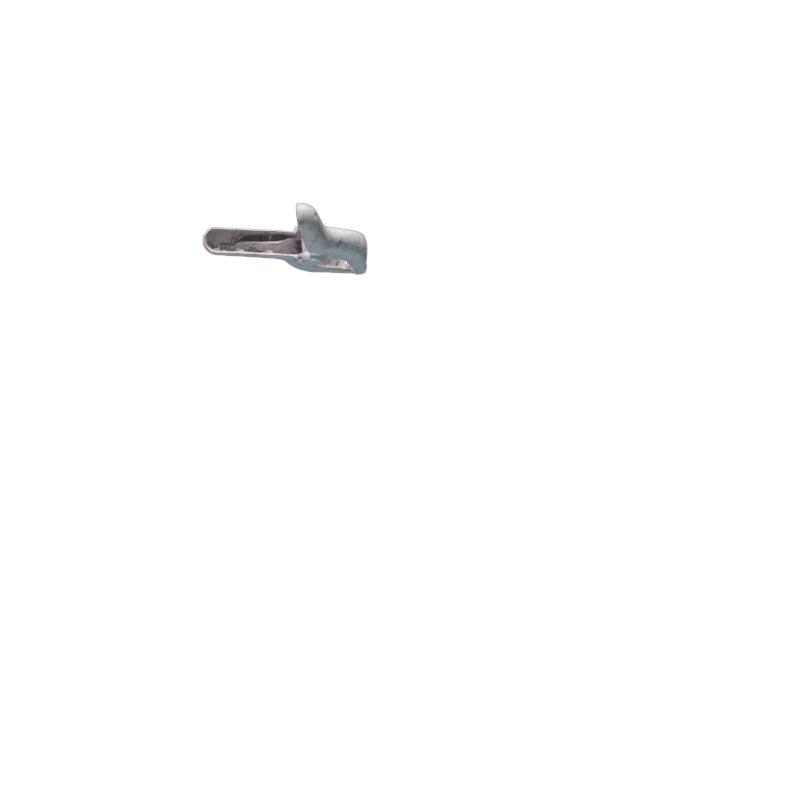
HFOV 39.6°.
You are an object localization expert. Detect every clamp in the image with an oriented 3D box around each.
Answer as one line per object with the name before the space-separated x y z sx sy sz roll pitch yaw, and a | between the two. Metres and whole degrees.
clamp | -0.078 -0.143 1.000 0.124 0.040 0.164 -3 -4 45
